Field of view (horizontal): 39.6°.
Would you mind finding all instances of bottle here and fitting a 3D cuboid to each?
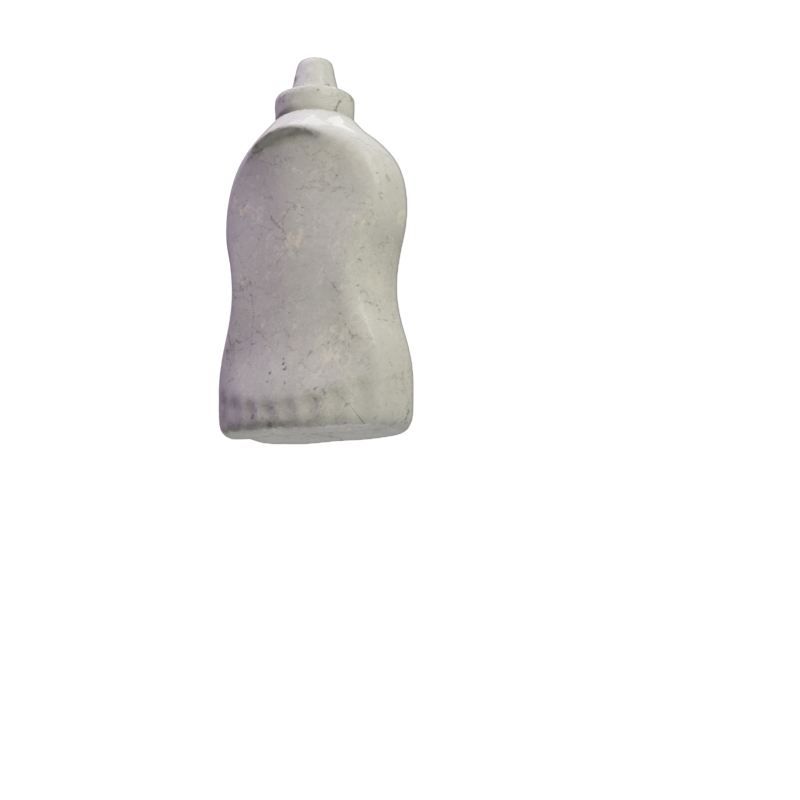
[{"bbox_3d":[-0.042,-0.078,0.546,0.098,0.199,0.055,-11,-17,34],"label":"bottle"}]
